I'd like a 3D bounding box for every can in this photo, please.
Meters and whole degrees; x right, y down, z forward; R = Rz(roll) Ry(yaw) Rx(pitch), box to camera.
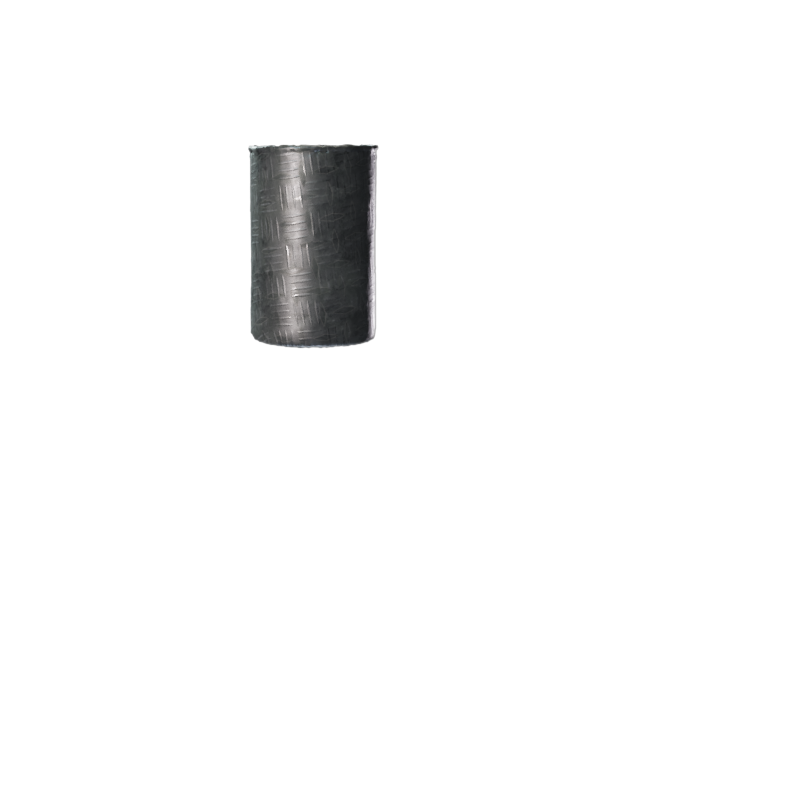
[{"bbox_3d":[-0.046,-0.083,0.584,0.068,0.101,0.070,0,7,-2],"label":"can"}]
